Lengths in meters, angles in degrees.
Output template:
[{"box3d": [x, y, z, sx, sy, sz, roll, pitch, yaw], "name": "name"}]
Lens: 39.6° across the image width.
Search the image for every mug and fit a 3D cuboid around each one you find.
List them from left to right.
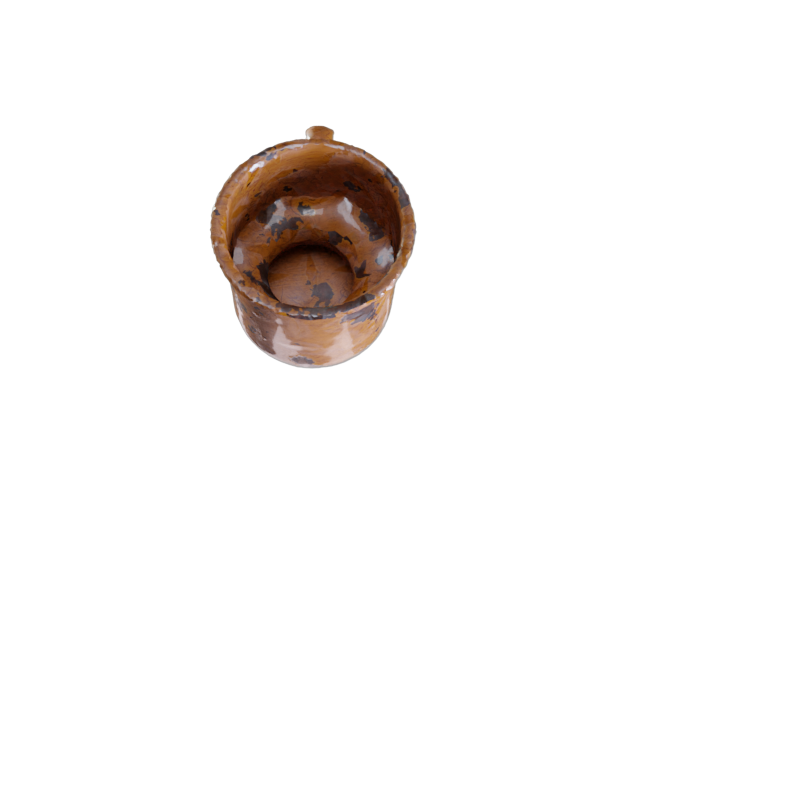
[{"box3d": [-0.042, -0.077, 0.541, 0.093, 0.124, 0.077, 0, -25, -2], "name": "mug"}]
